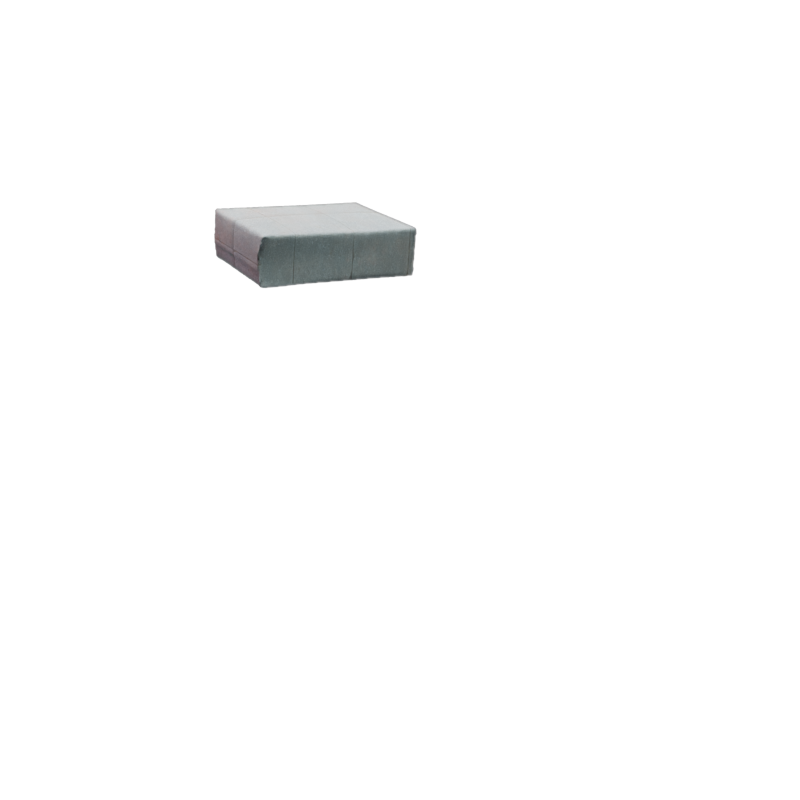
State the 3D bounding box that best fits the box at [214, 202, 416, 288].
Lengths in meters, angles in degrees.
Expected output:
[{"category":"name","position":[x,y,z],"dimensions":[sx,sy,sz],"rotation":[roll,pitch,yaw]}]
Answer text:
[{"category":"box","position":[-0.059,-0.107,0.749],"dimensions":[0.111,0.037,0.095],"rotation":[-9,21,-25]}]
